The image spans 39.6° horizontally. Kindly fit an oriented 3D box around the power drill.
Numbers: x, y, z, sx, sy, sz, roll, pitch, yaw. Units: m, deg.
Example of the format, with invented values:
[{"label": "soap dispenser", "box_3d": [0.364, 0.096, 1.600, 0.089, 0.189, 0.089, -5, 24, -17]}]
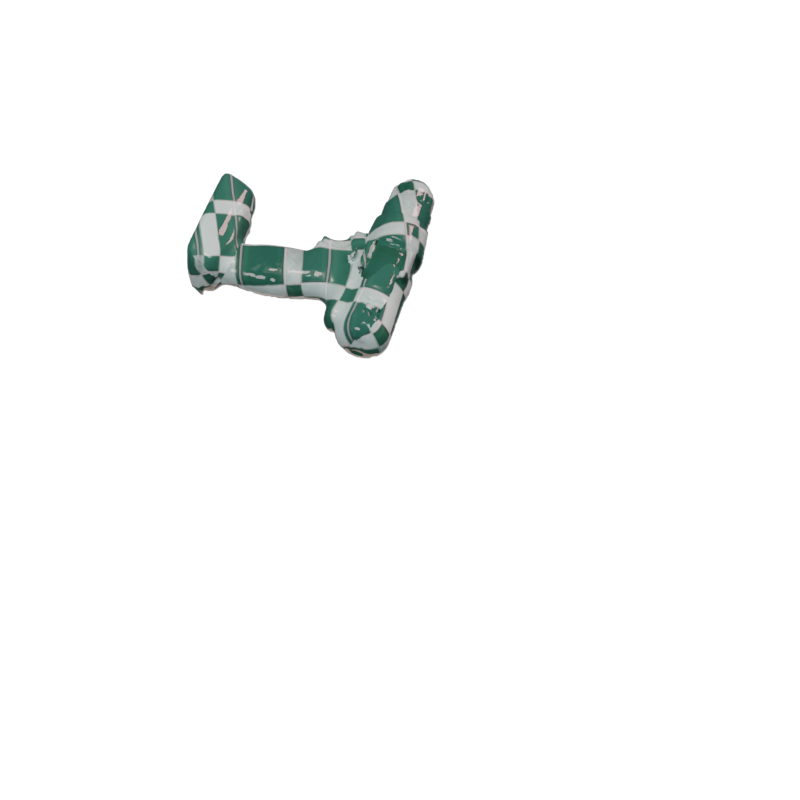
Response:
[{"label": "power drill", "box_3d": [-0.074, -0.135, 0.944, 0.191, 0.194, 0.053, 13, -37, 10]}]
